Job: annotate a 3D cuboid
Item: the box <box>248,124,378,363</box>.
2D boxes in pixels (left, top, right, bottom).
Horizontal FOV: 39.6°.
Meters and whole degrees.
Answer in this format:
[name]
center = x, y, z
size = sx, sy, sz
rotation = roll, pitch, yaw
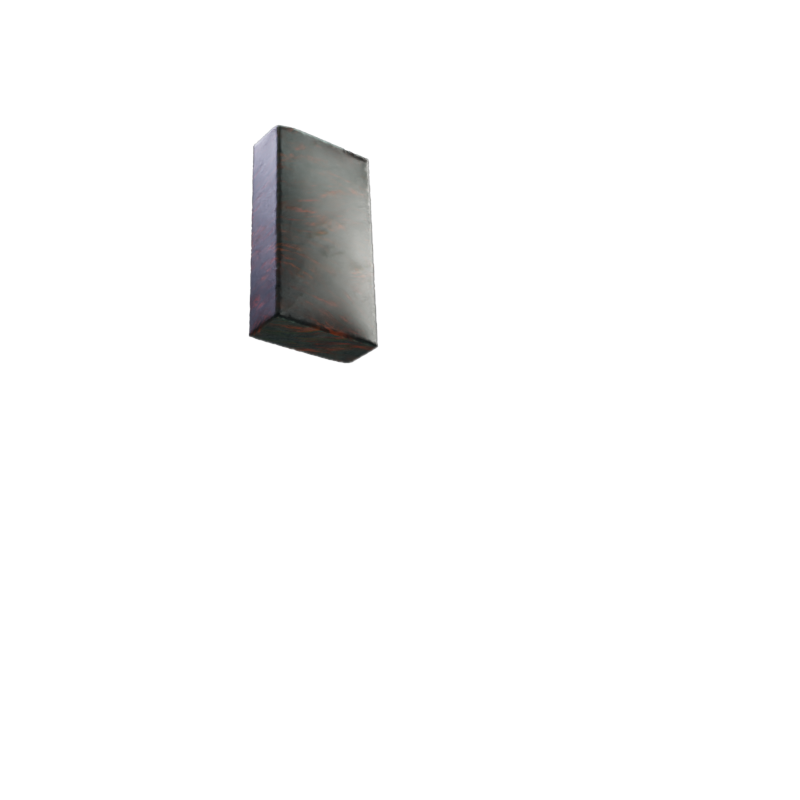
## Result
[box]
center = -0.067, -0.123, 0.858
size = 0.089, 0.187, 0.048
rotation = 17, -33, -31
